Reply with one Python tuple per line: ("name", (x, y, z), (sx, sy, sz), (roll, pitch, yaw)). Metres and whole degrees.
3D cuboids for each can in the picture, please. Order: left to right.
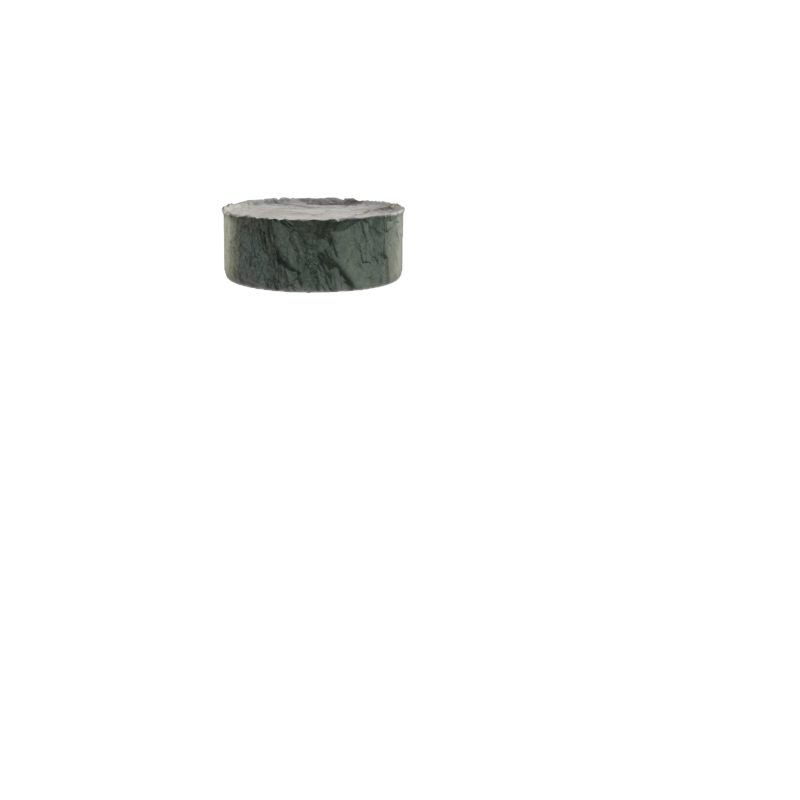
("can", (-0.041, -0.075, 0.523), (0.086, 0.033, 0.089), (0, 15, -2))
